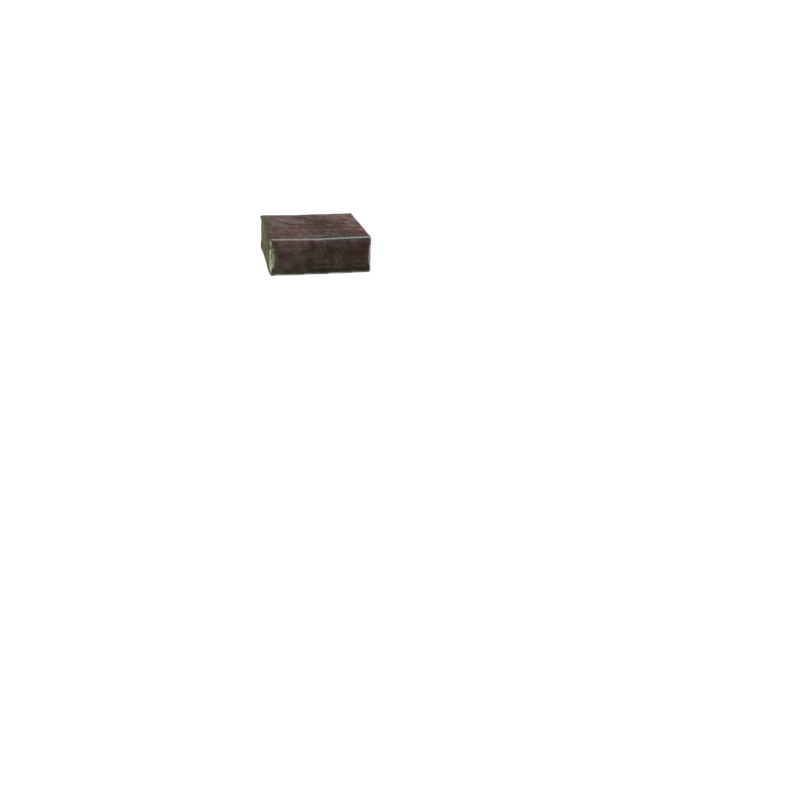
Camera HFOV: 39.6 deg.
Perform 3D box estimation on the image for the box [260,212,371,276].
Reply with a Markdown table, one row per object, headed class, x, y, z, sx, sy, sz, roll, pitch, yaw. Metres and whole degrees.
| class | x | y | z | sx | sy | sz | roll | pitch | yaw |
| --- | --- | --- | --- | --- | --- | --- | --- | --- | --- |
| box | -0.064 | -0.118 | 0.823 | 0.072 | 0.029 | 0.094 | -3 | 20 | -9 |
